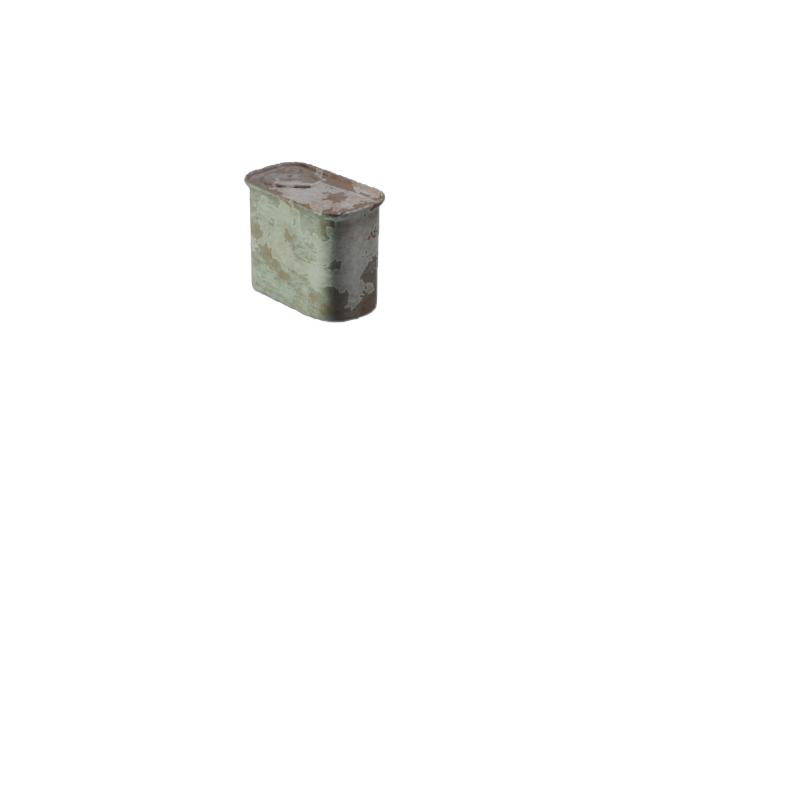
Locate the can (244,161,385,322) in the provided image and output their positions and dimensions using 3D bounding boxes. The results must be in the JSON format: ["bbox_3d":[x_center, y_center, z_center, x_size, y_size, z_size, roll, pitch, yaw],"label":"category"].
[{"bbox_3d":[-0.060,-0.110,0.767,0.057,0.079,0.109,-23,37,-39],"label":"can"}]
